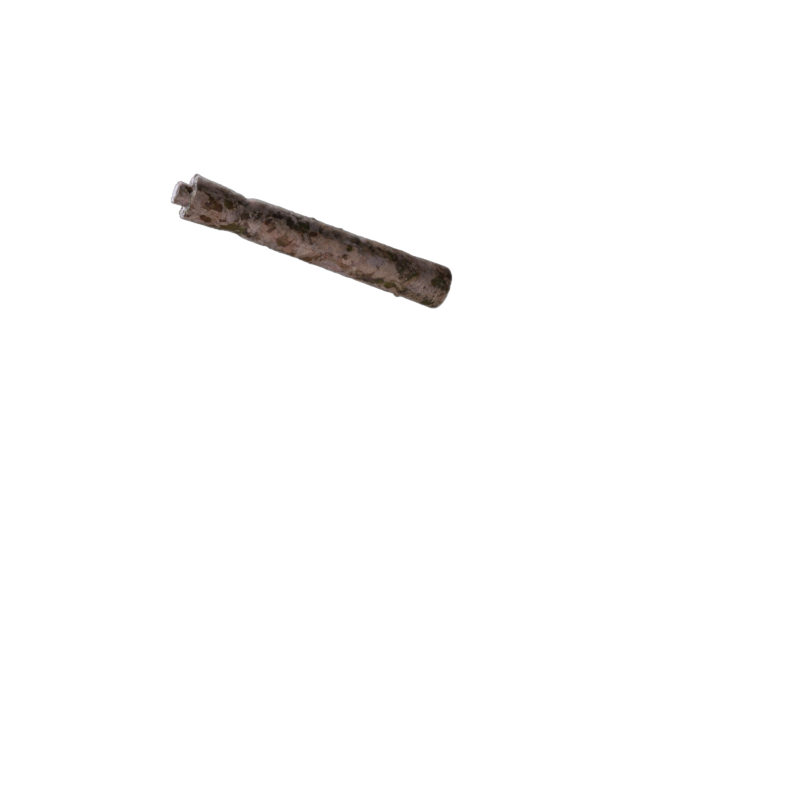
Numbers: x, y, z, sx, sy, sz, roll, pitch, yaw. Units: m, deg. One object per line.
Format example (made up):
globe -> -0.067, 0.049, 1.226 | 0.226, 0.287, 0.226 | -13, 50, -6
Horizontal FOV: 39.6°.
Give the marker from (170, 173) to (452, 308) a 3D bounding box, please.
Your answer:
marker -> -0.035, -0.064, 0.450 | 0.117, 0.020, 0.020 | 18, -3, -18
